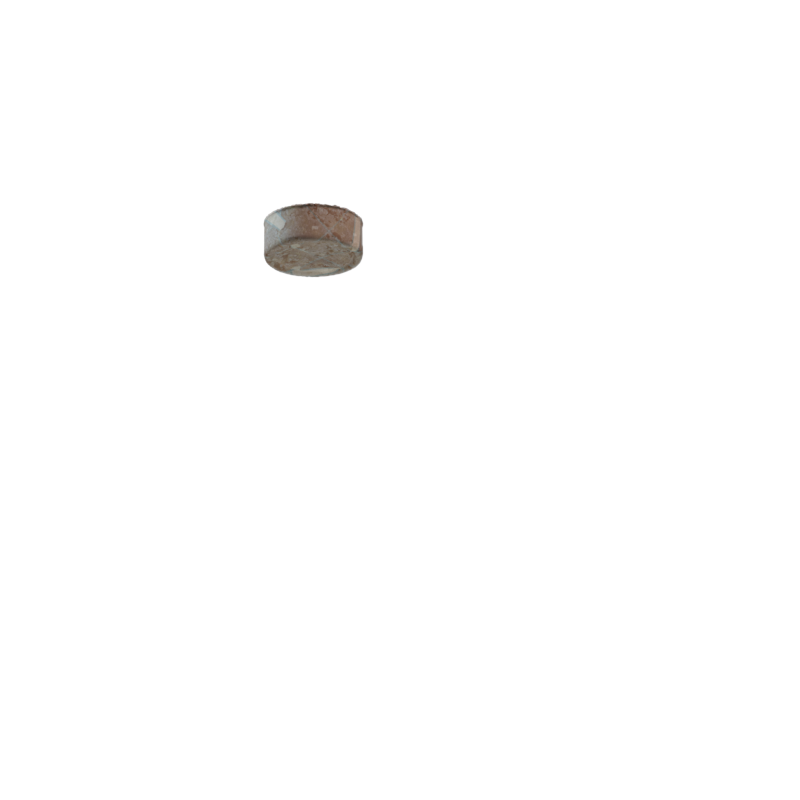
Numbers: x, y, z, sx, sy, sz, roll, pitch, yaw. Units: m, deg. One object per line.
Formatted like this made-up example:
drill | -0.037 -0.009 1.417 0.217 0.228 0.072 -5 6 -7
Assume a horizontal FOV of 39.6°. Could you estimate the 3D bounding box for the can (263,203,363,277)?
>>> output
can | -0.074 -0.135 0.947 0.086 0.035 0.082 0 -17 -2
